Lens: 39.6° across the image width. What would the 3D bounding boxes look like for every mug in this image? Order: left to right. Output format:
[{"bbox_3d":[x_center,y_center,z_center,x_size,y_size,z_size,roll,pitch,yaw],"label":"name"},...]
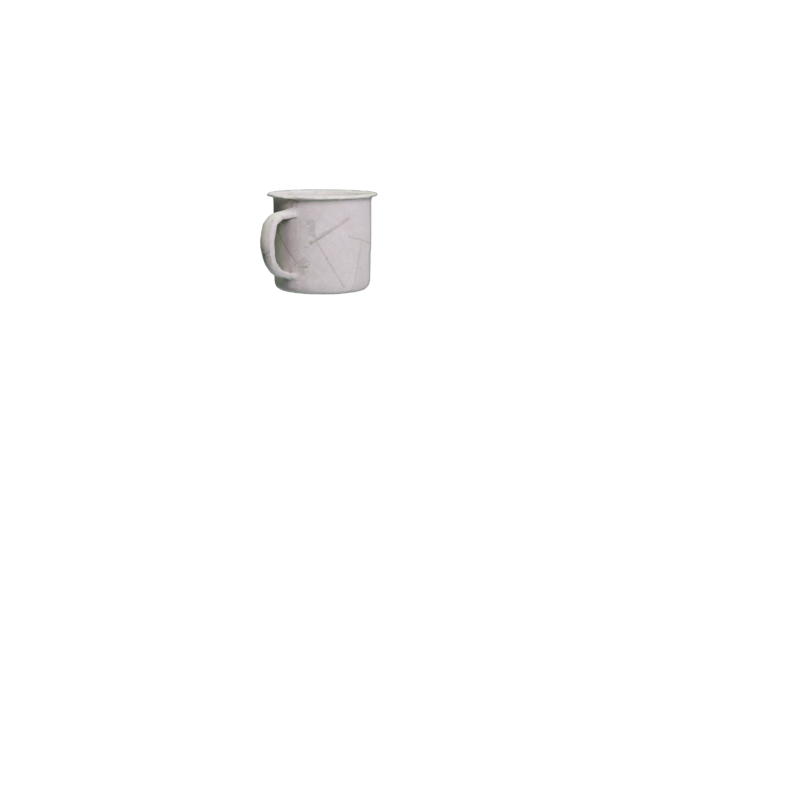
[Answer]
[{"bbox_3d":[-0.072,-0.132,0.926,0.097,0.080,0.114,8,14,35],"label":"mug"}]
